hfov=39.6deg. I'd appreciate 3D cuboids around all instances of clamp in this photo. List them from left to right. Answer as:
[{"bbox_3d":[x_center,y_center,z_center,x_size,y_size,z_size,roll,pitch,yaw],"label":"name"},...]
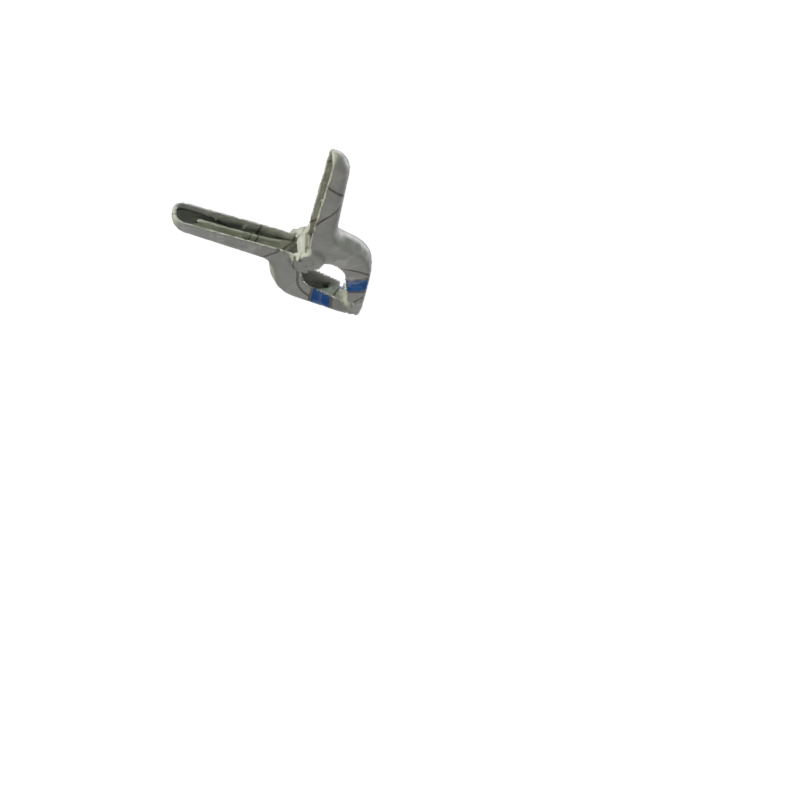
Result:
[{"bbox_3d":[-0.077,-0.141,0.985,0.166,0.039,0.194,-18,-36,27],"label":"clamp"}]
